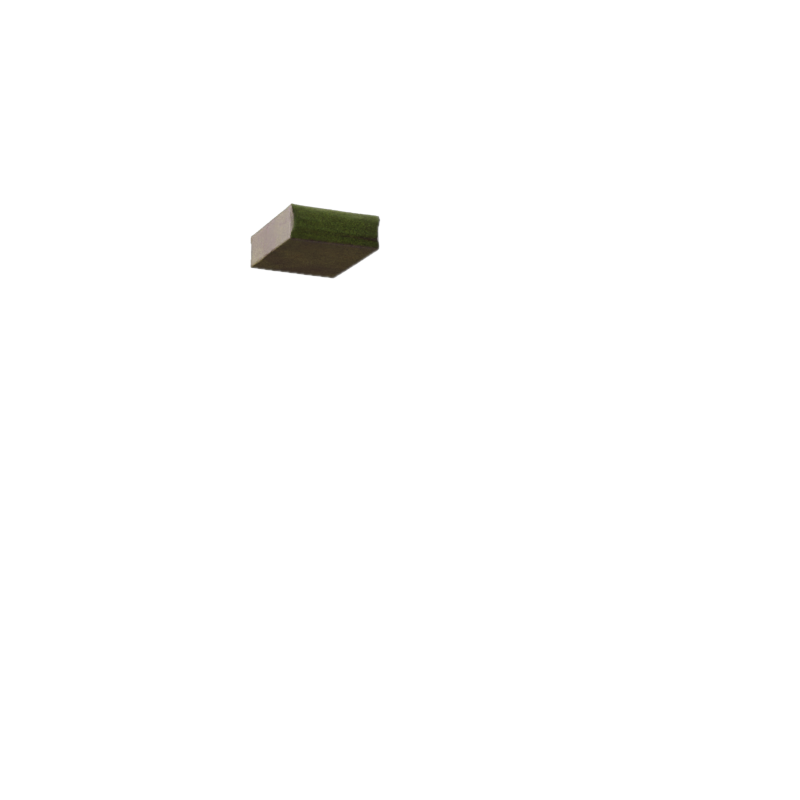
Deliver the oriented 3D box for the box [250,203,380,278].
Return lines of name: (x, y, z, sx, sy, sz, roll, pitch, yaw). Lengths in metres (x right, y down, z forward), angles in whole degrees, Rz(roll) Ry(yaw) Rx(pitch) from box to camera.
box: (-0.066, -0.121, 0.850, 0.071, 0.031, 0.089, 5, -12, -25)
